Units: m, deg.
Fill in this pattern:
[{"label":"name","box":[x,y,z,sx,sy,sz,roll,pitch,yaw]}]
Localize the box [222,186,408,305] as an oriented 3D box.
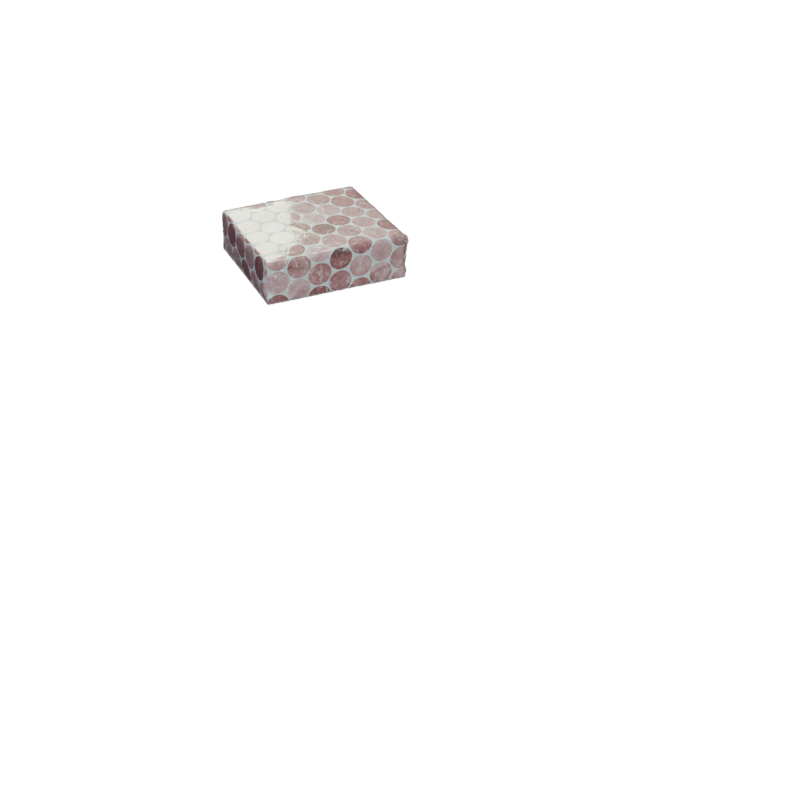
[{"label":"box","box":[-0.051,-0.093,0.648,0.088,0.028,0.079,-15,36,-21]}]
